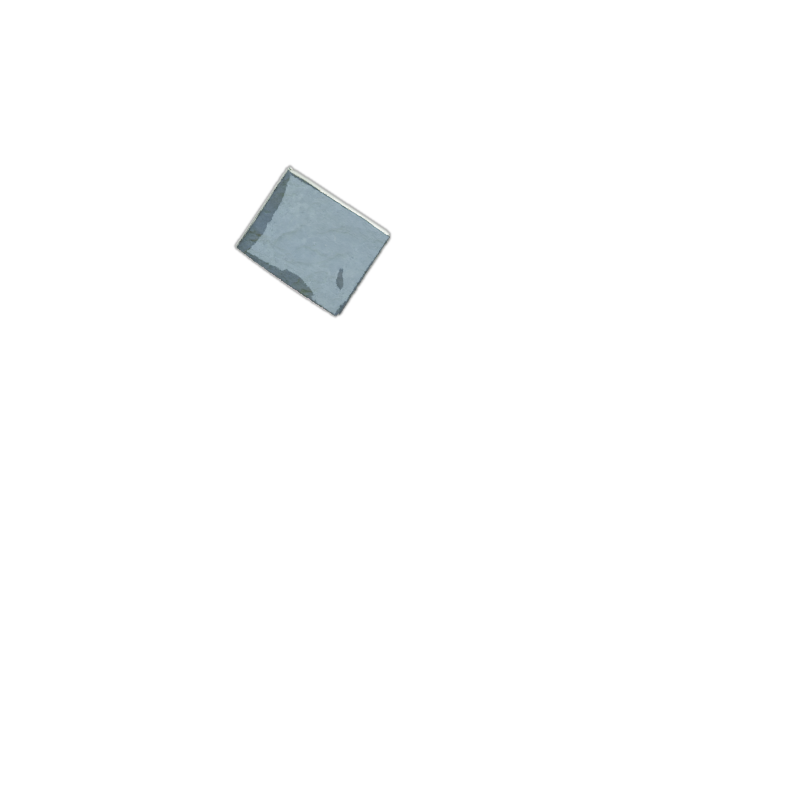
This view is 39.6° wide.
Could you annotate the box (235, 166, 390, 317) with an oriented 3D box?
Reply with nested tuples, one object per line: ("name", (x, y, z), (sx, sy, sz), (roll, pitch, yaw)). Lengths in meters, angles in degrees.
("box", (-0.078, -0.142, 0.997), (0.112, 0.089, 0.040), (34, 6, -4))
